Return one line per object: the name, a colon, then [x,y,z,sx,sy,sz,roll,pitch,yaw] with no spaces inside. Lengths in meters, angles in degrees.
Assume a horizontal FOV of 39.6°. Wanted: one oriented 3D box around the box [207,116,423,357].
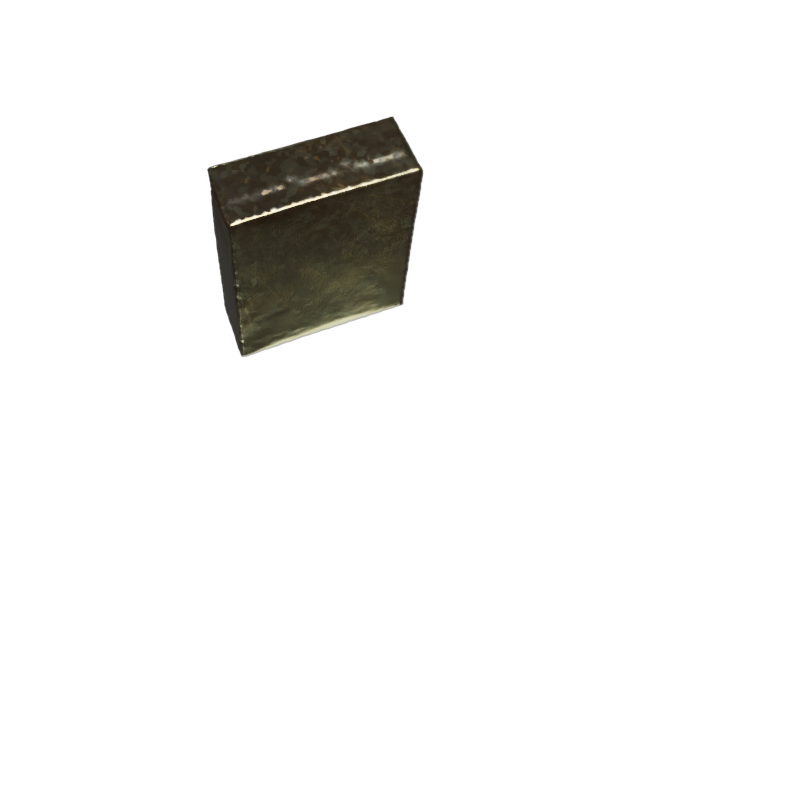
box: [-0.075,-0.137,0.960,0.163,0.077,0.201,-18,-26,-12]
